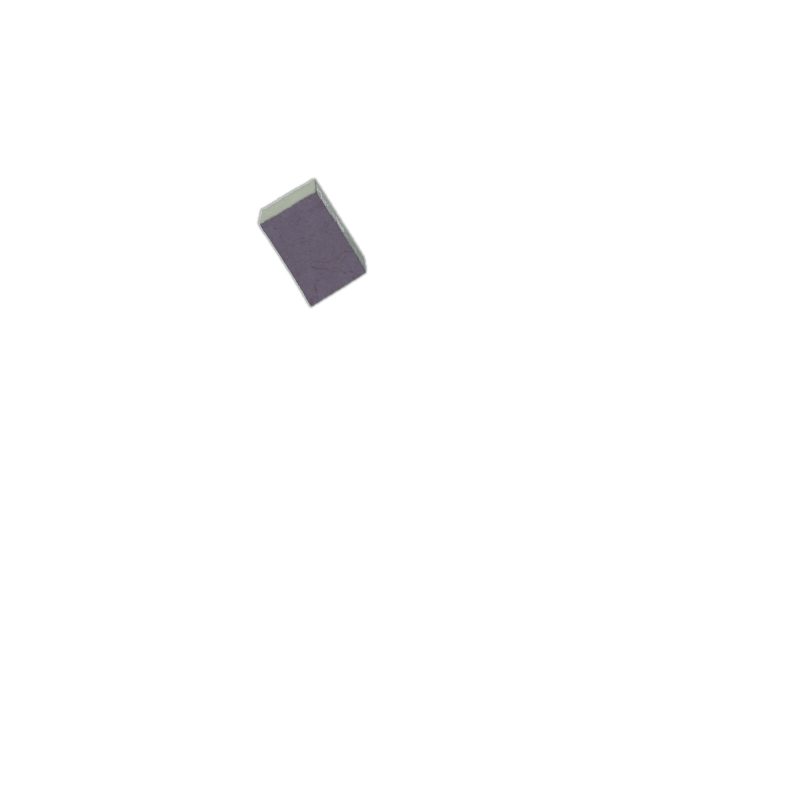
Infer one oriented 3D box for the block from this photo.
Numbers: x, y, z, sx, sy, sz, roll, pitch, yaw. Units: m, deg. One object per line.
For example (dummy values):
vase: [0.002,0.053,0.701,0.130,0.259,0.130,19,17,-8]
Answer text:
block: [-0.067,-0.123,0.861,0.053,0.075,0.053,-30,14,6]
